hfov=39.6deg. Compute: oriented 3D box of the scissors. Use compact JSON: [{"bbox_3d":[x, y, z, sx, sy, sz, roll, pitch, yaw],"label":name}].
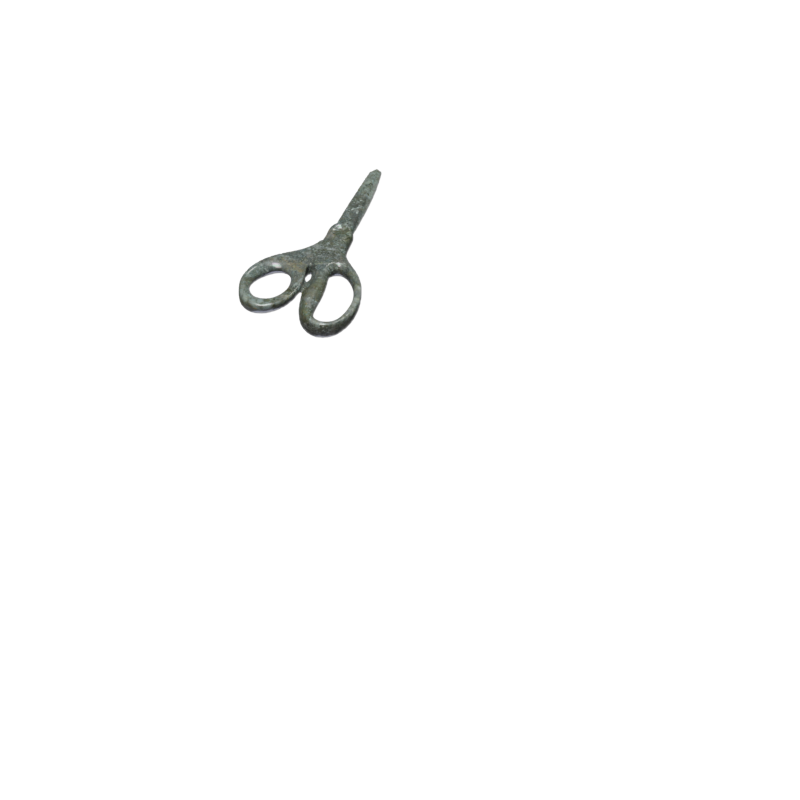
[{"bbox_3d":[-0.065,-0.118,0.829,0.096,0.015,0.215,1,42,1],"label":"scissors"}]
